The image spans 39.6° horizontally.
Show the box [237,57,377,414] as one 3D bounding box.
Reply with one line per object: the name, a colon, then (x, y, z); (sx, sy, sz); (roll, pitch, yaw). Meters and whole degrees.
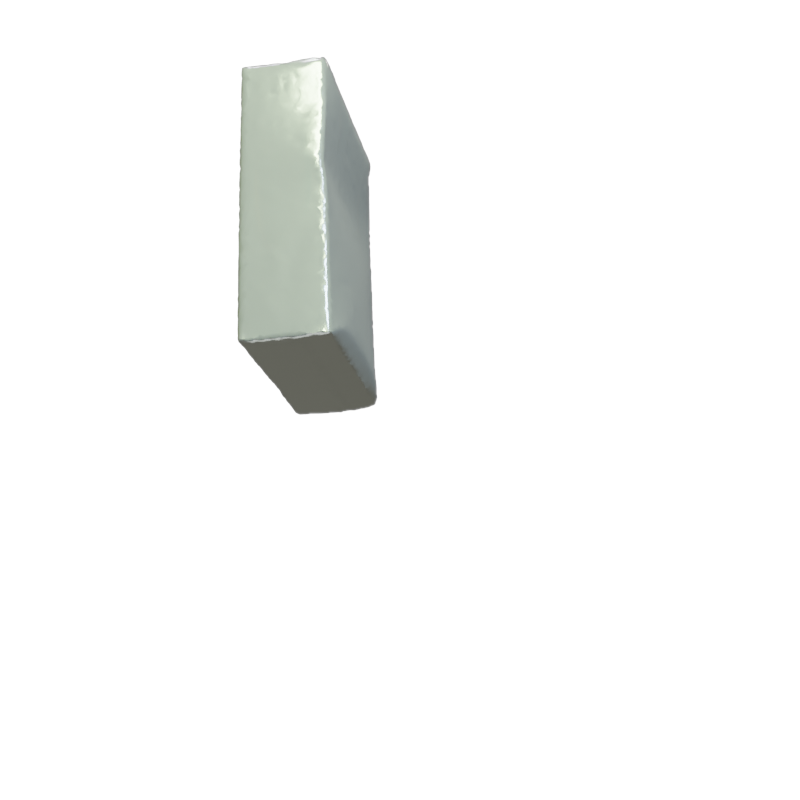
box: (-0.064, -0.116, 0.812); (0.073, 0.226, 0.154); (-6, -23, 9)
